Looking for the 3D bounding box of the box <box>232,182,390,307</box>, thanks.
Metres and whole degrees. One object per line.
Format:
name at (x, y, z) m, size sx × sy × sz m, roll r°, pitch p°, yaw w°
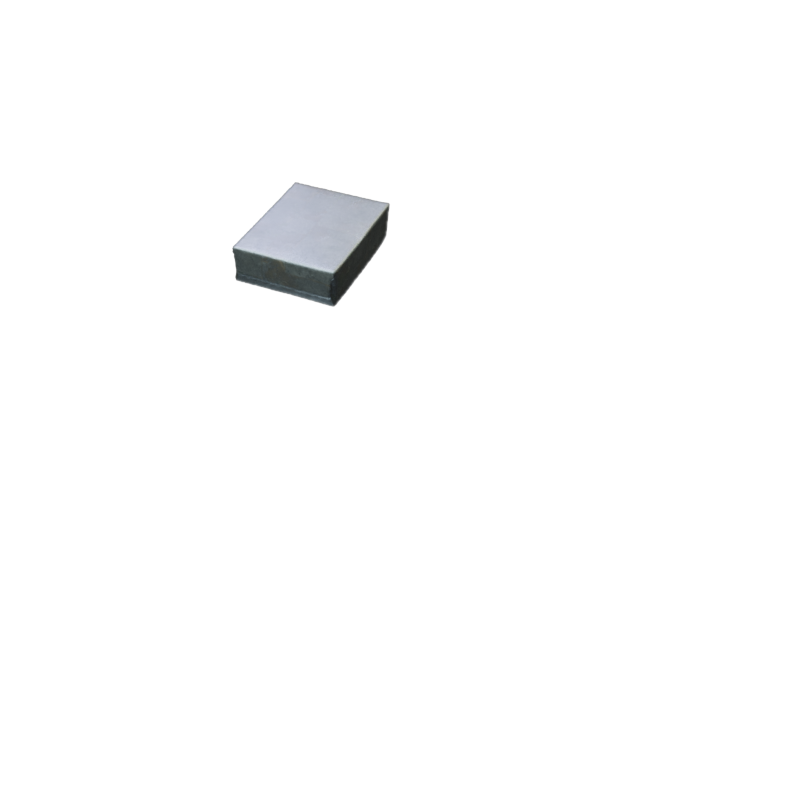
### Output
box at (-0.070, -0.129, 0.902) m, size 0.093 × 0.036 × 0.117 m, roll 15°, pitch 40°, yaw 18°
